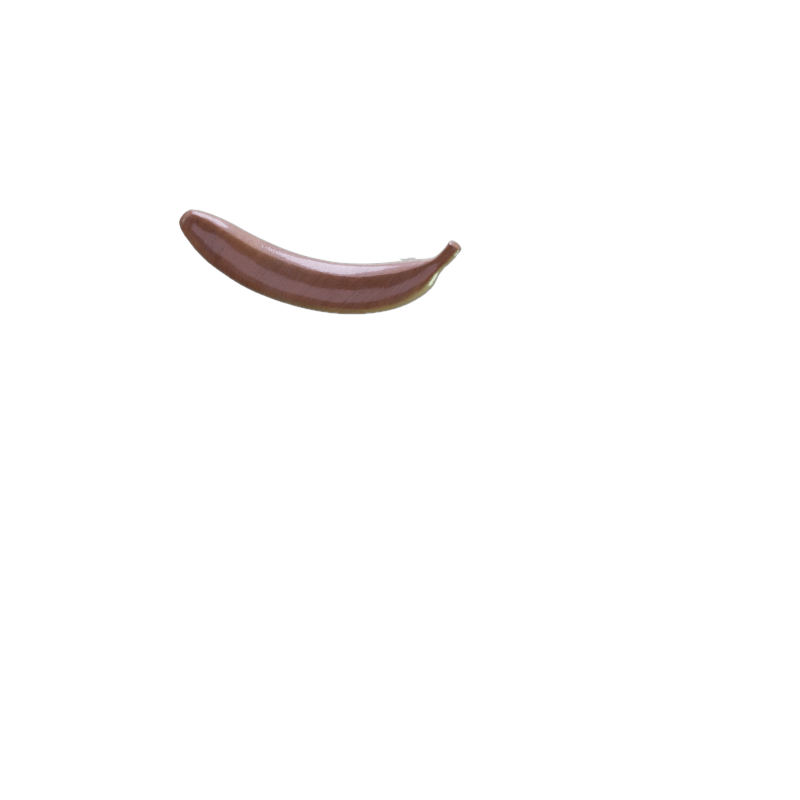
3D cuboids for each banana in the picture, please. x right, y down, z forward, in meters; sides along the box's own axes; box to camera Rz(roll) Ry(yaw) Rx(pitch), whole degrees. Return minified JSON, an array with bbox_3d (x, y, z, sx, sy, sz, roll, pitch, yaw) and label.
[{"bbox_3d":[-0.060,-0.096,0.792,0.197,0.066,0.039,6,23,-2],"label":"banana"}]
